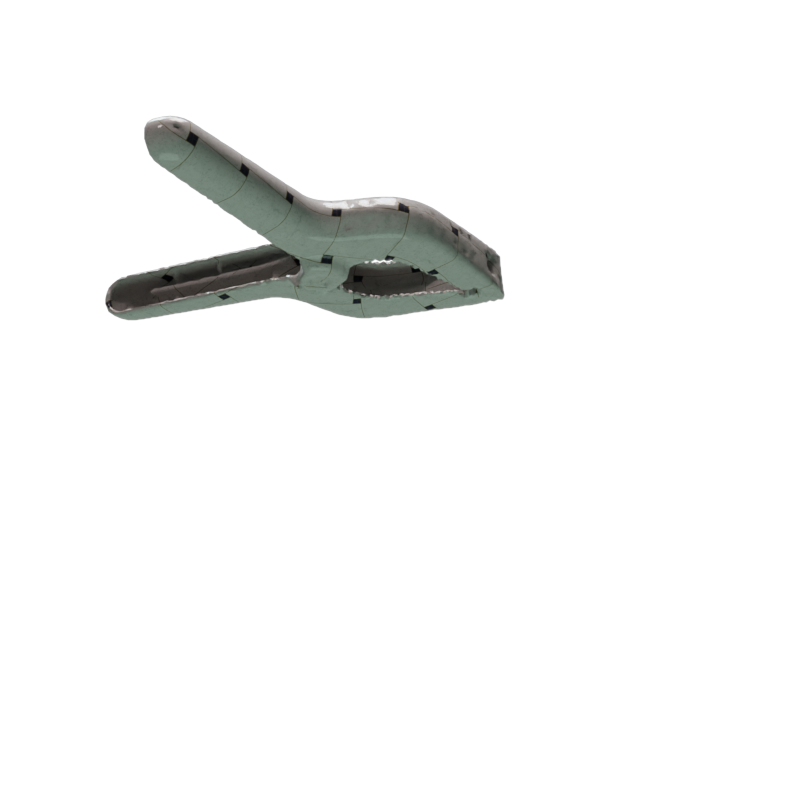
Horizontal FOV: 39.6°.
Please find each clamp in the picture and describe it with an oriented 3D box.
[{"bbox_3d":[-0.044,-0.080,0.563,0.207,0.039,0.157,4,-26,-9],"label":"clamp"}]
